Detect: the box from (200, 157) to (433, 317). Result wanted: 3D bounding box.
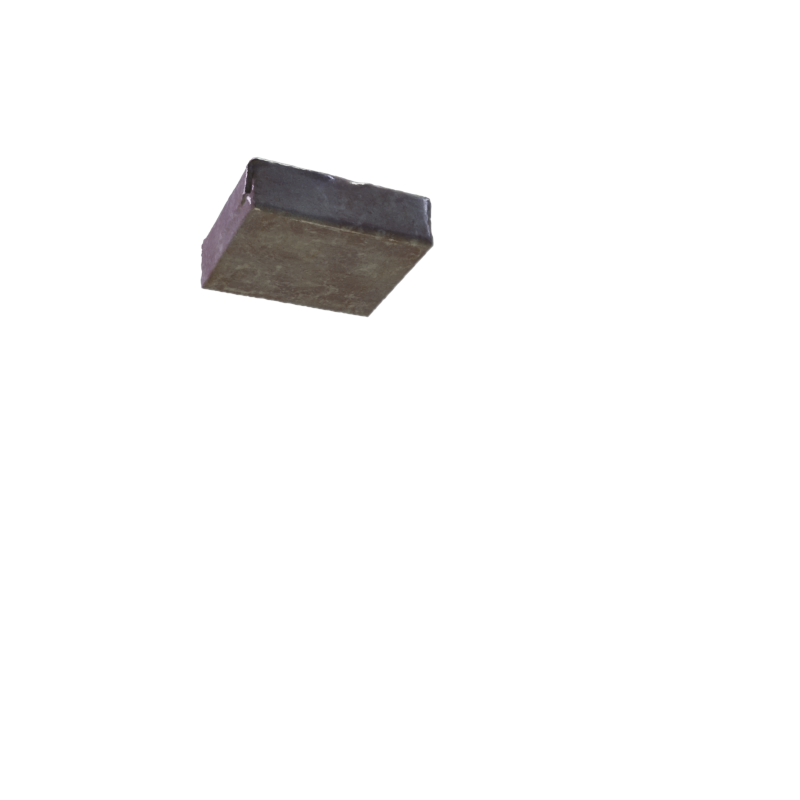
[{"bbox_3d":[-0.040,-0.073,0.512,0.086,0.032,0.071,10,-29,-20],"label":"box"}]
